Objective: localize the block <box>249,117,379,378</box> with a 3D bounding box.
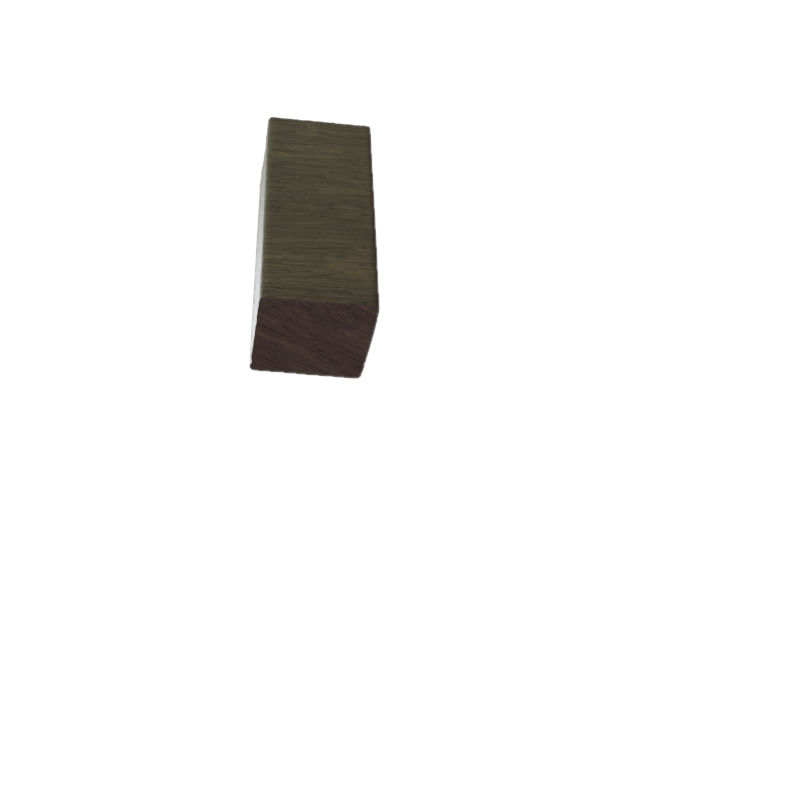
[{"bbox_3d":[-0.071,-0.129,0.906,0.090,0.221,0.085,4,-41,-9],"label":"block"}]
